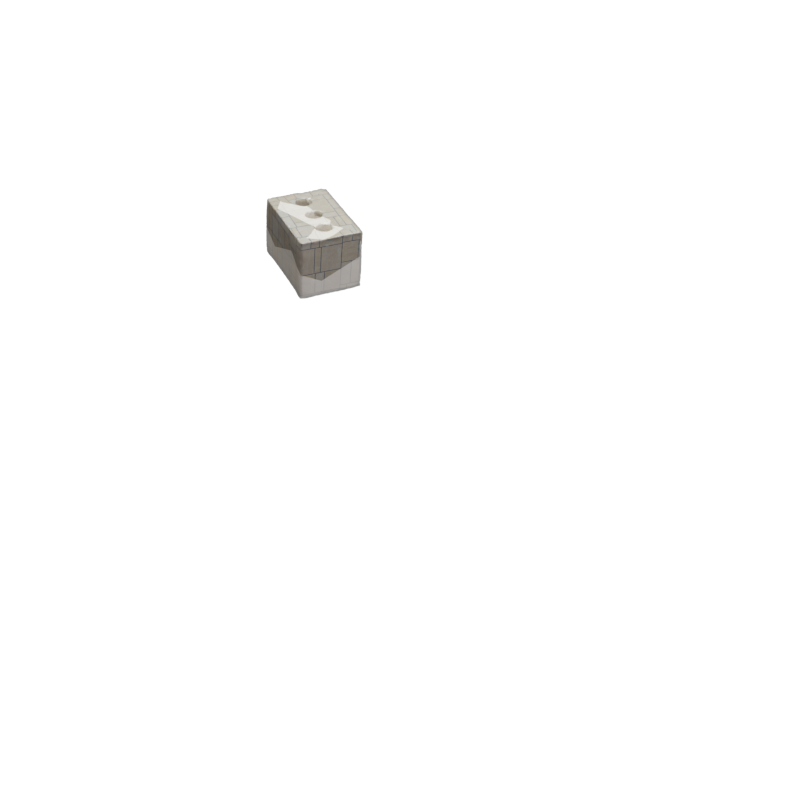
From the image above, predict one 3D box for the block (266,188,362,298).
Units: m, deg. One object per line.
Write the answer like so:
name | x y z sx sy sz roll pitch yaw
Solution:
block | -0.068 -0.124 0.872 0.052 0.048 0.084 -13 38 -20
